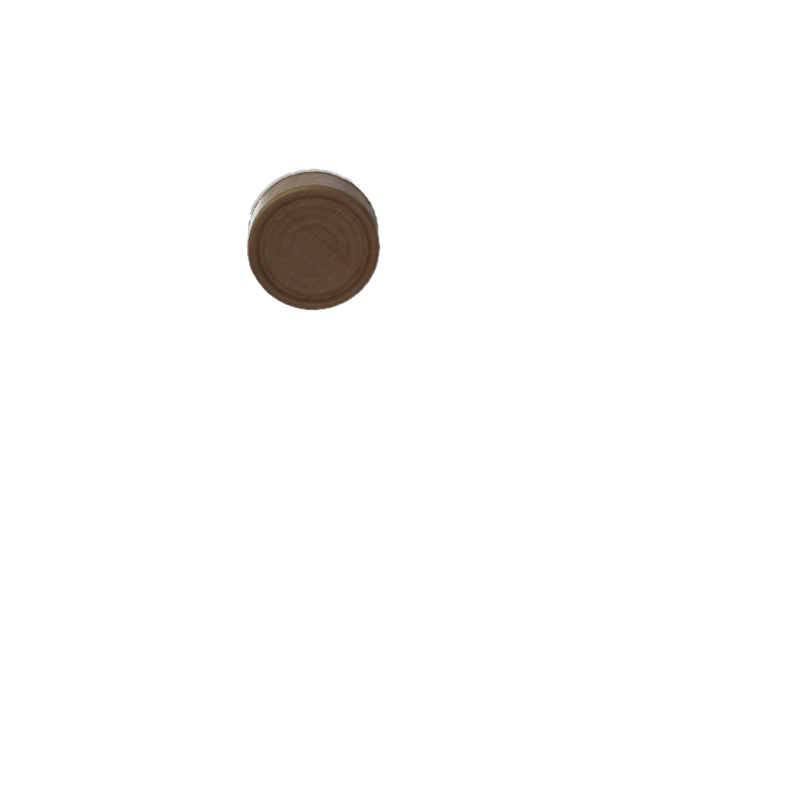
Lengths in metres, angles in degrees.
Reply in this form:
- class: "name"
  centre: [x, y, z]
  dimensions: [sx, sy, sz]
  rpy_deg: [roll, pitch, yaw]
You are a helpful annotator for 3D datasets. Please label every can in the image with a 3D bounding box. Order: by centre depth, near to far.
- class: "can"
  centre: [-0.056, -0.102, 0.712]
  dimensions: [0.086, 0.082, 0.035]
  rpy_deg: [0, 22, -1]
